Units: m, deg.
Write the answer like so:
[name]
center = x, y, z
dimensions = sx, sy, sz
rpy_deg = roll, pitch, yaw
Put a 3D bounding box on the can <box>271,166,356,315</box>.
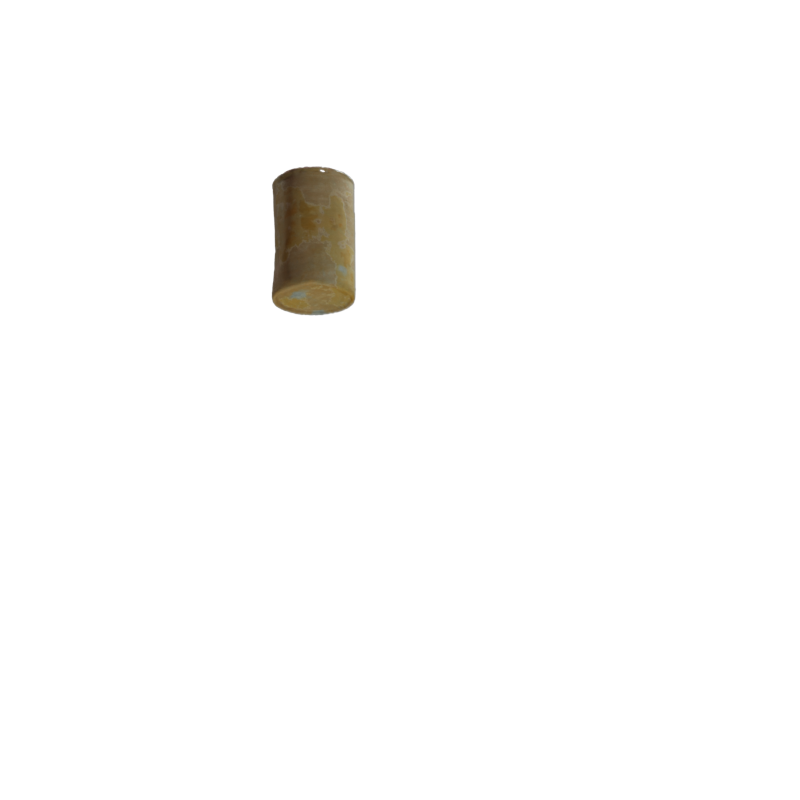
[can]
center = -0.069, -0.127, 0.887
dimensions = 0.068, 0.108, 0.065
rpy_deg = 0, -22, -2
